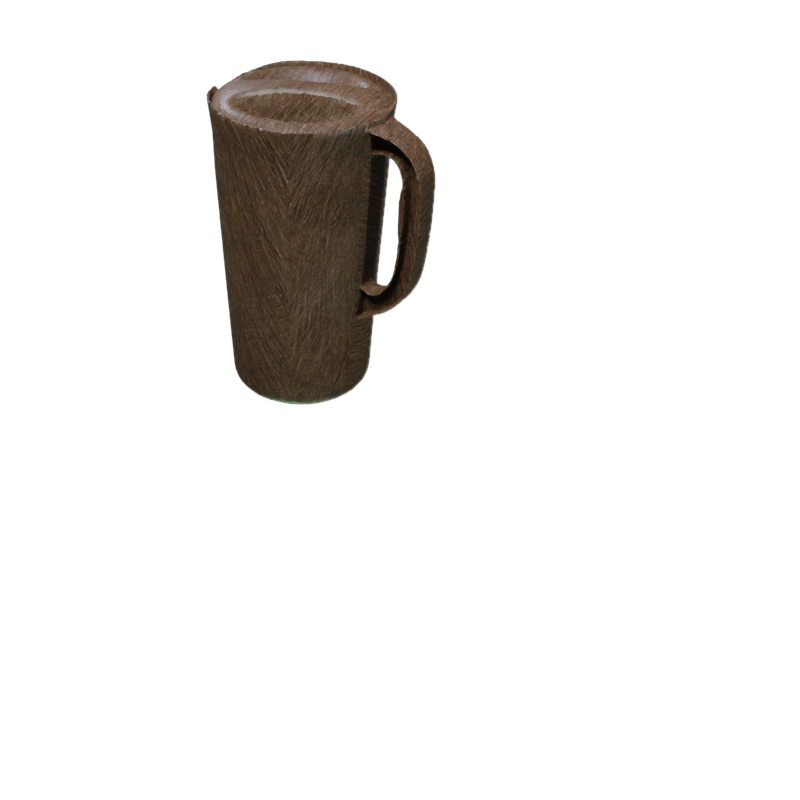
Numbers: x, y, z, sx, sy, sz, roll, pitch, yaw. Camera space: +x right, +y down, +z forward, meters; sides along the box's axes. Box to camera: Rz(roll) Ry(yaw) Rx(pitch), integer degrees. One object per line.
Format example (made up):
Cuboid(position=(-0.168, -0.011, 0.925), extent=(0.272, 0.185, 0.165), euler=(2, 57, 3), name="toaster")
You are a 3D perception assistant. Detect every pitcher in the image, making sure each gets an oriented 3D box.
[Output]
Cuboid(position=(-0.064, -0.117, 0.821), extent=(0.143, 0.228, 0.160), euler=(-5, 34, -11), name="pitcher")
